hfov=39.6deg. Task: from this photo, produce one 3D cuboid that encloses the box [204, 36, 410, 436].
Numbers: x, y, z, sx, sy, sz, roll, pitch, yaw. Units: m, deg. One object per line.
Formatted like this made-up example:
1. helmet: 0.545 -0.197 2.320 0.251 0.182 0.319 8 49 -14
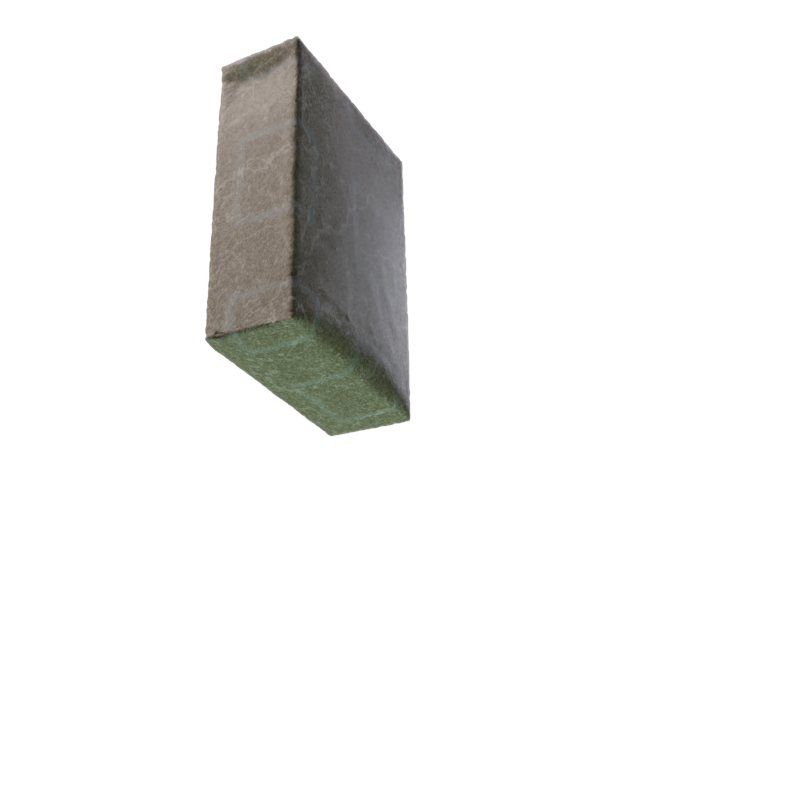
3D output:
1. box: -0.058 -0.106 0.742 0.073 0.228 0.152 -16 -32 22
